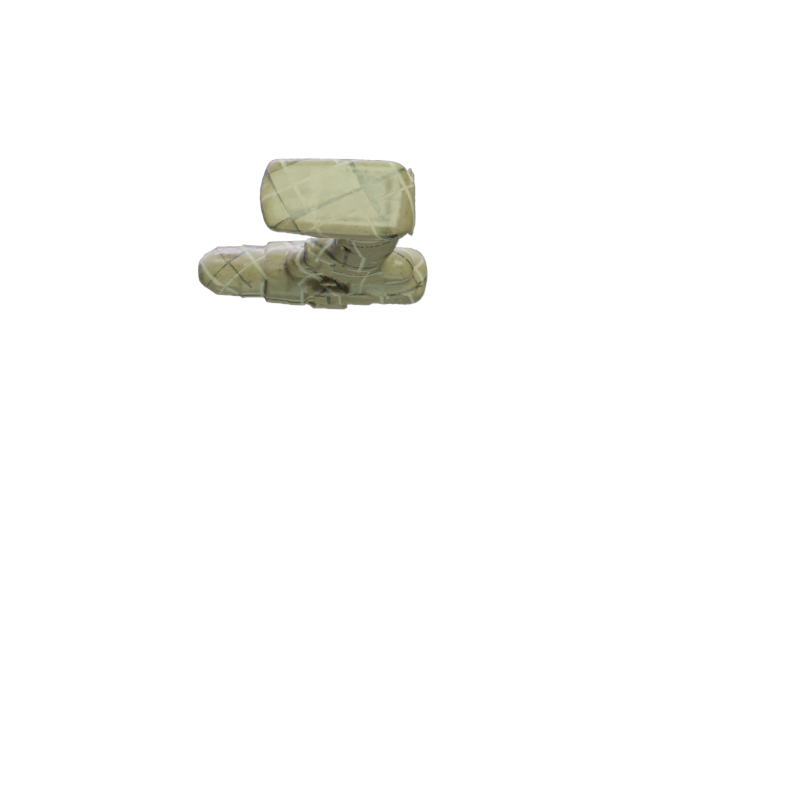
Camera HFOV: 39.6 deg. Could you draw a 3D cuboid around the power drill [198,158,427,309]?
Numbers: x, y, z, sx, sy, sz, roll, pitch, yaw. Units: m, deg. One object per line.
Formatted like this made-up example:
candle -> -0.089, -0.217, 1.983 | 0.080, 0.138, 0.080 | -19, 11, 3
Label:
power drill -> -0.065, -0.119, 0.831 | 0.184, 0.060, 0.181 | 1, -13, -3
